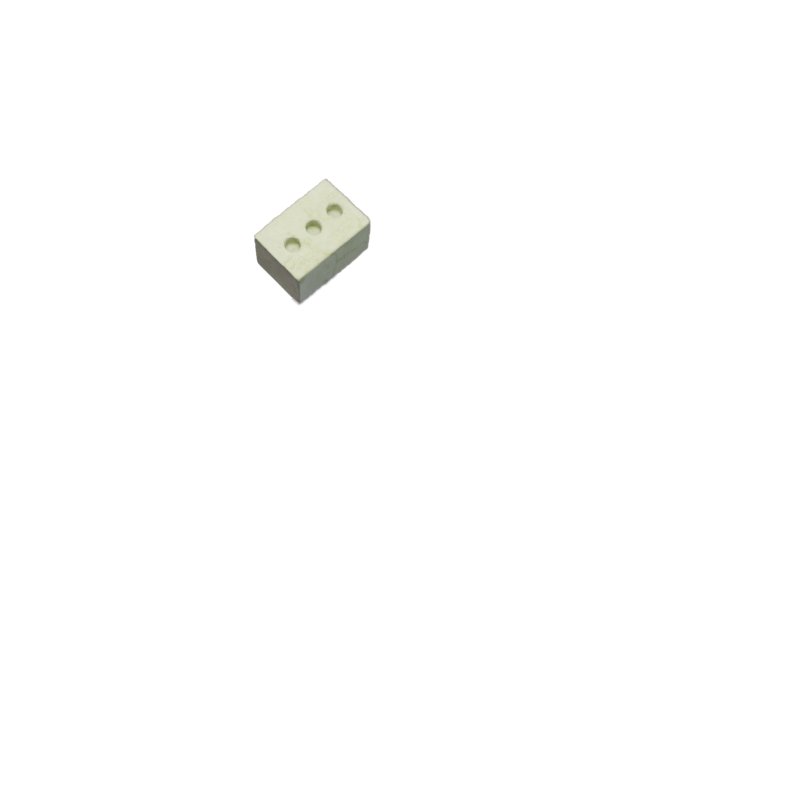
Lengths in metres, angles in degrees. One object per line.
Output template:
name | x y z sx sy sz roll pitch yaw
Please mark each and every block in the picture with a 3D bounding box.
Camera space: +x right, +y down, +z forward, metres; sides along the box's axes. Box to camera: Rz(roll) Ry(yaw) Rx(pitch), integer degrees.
block | -0.068 -0.124 0.868 0.079 0.055 0.049 -42 -15 -17
